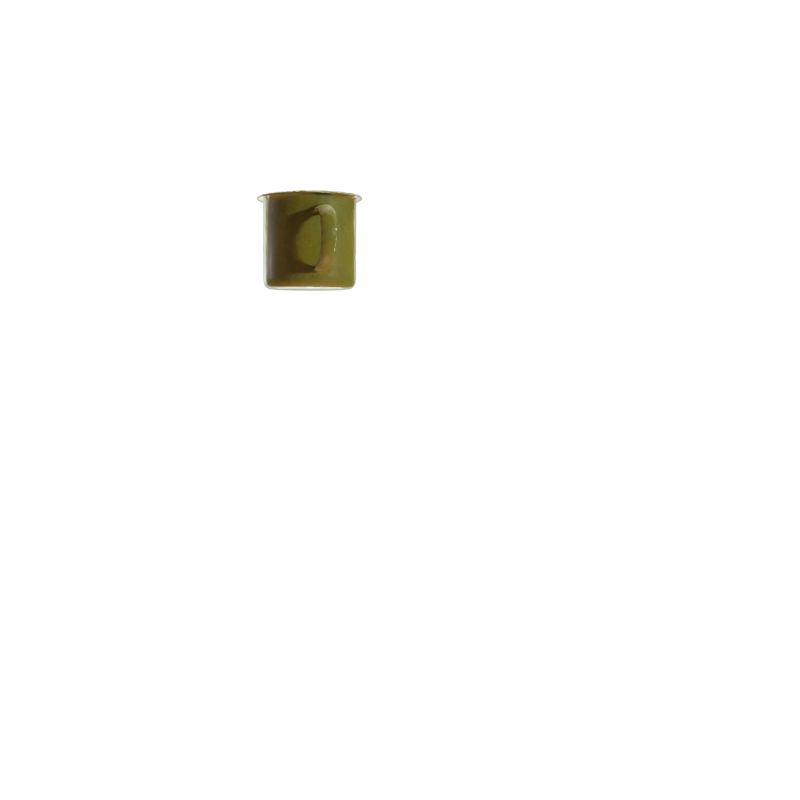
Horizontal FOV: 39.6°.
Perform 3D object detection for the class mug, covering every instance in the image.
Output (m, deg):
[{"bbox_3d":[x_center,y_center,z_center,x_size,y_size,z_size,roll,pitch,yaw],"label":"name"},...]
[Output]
[{"bbox_3d":[-0.076,-0.138,0.965,0.091,0.082,0.119,0,0,-19],"label":"mug"}]
